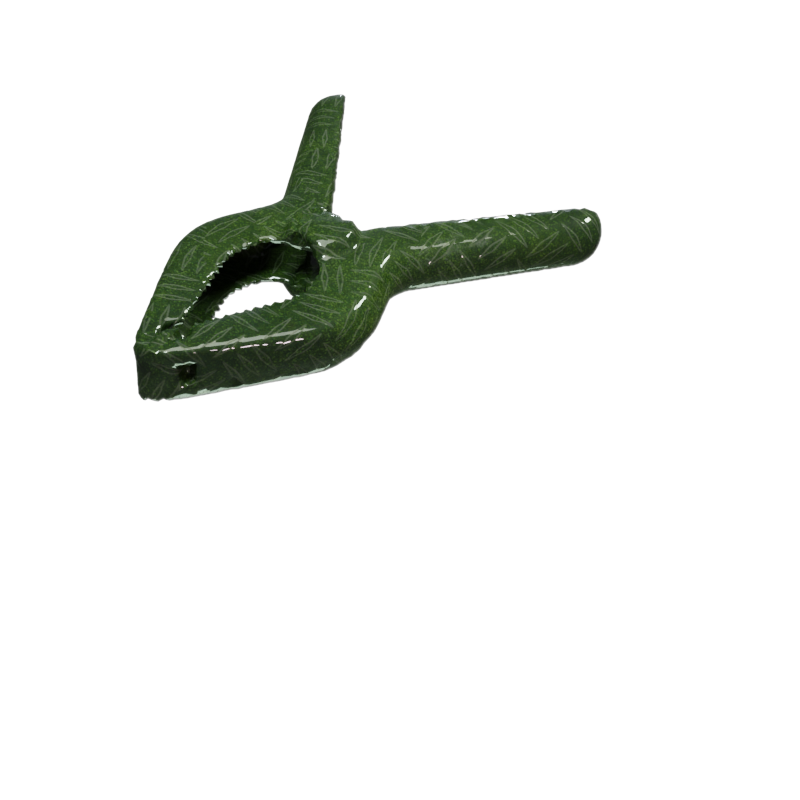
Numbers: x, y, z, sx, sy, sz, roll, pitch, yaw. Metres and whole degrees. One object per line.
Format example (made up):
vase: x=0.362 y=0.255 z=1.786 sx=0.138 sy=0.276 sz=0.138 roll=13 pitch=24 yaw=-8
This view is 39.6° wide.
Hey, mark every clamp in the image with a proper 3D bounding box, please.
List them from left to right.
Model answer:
clamp: x=-0.038 y=-0.070 z=0.488 sx=0.210 sy=0.034 sz=0.176 roll=-31 pitch=50 yaw=-31
